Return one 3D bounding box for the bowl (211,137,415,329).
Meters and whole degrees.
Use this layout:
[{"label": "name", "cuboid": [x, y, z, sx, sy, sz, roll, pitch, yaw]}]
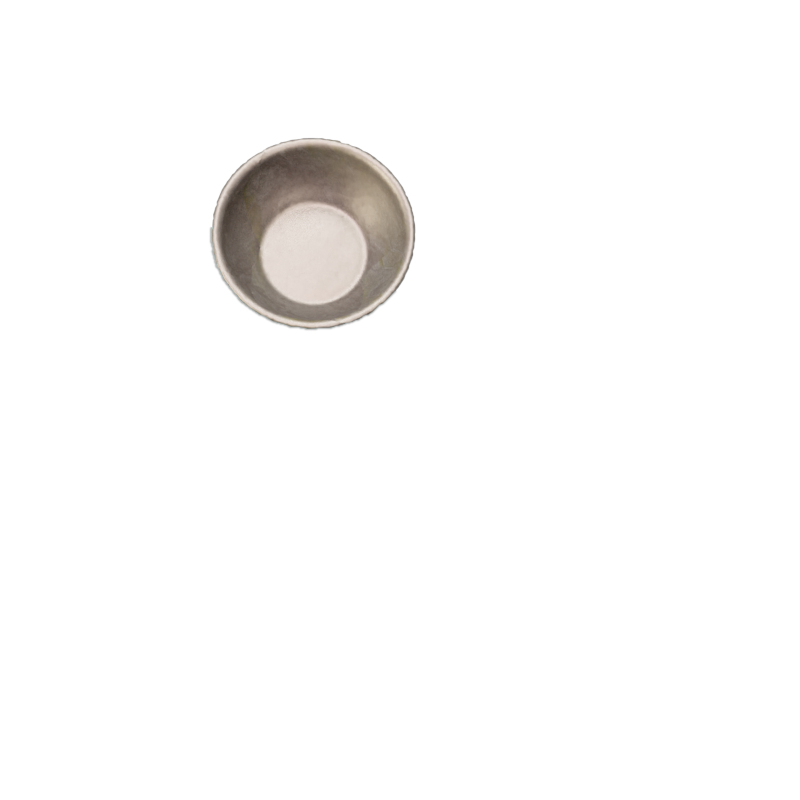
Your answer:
[{"label": "bowl", "cuboid": [-0.070, -0.128, 0.897, 0.162, 0.170, 0.053, -1, -19, -1]}]
